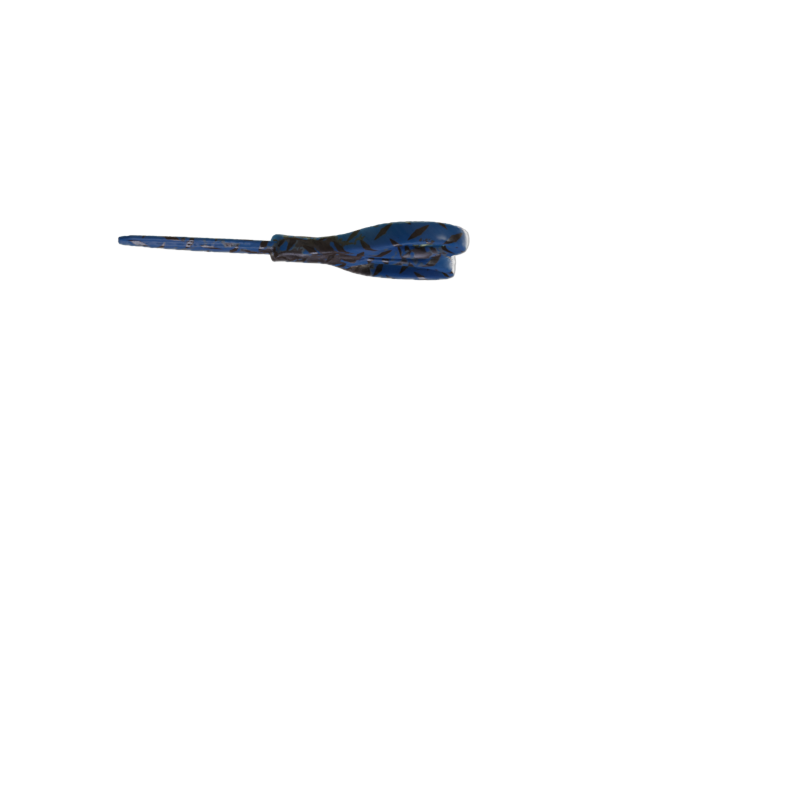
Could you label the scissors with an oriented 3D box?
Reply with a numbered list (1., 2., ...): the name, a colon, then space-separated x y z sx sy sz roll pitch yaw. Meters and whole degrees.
1. scissors: -0.049 -0.090 0.628 0.195 0.016 0.097 4 -10 -26
